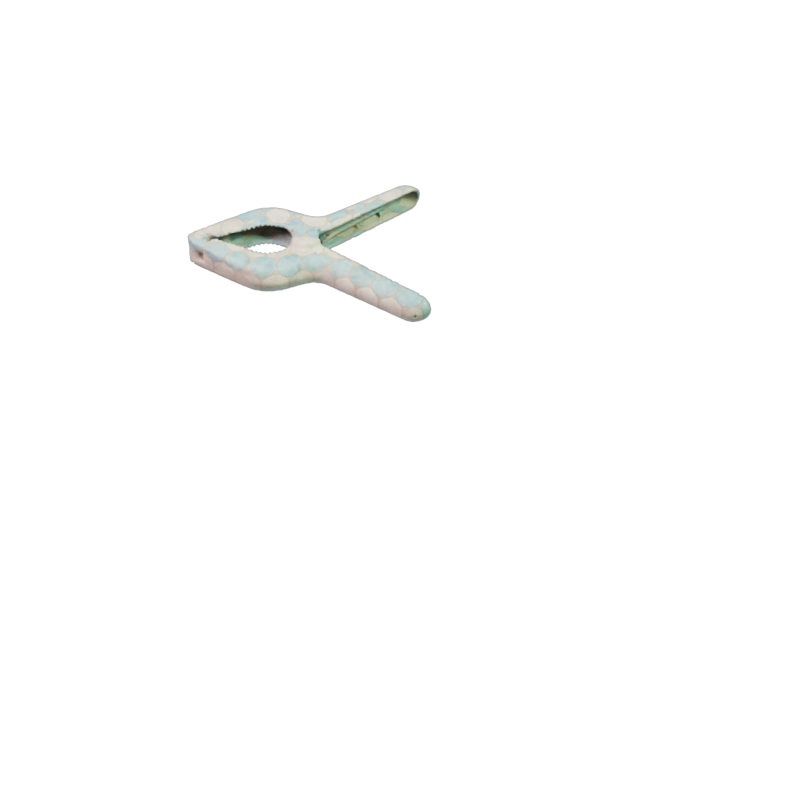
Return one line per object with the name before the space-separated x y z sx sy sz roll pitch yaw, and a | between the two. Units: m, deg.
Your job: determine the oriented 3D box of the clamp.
clamp | -0.075 -0.136 0.955 0.212 0.034 0.175 4 43 5
